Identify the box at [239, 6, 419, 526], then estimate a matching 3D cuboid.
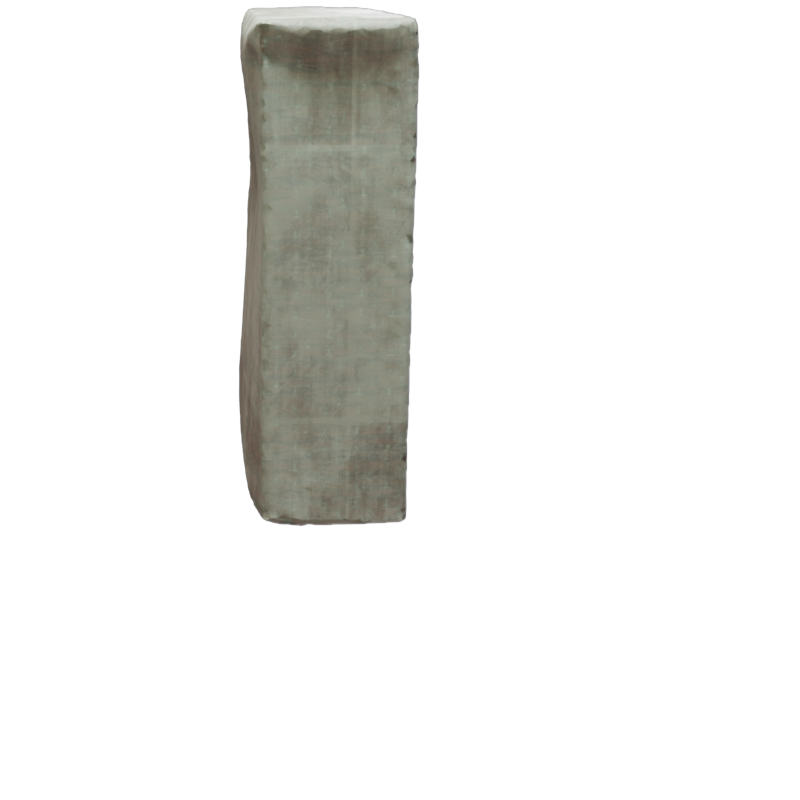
[{"bbox_3d":[-0.041,-0.075,0.523,0.071,0.207,0.172,-1,17,-9],"label":"box"}]
